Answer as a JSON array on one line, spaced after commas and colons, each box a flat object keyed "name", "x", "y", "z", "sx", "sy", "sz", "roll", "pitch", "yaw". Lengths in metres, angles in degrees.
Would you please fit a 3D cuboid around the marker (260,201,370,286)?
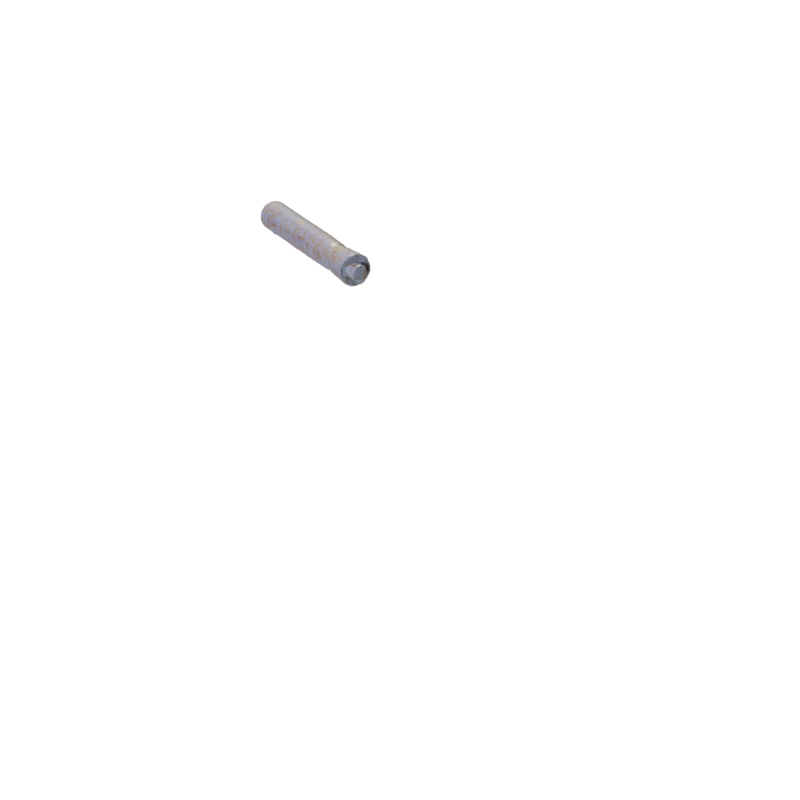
[{"name": "marker", "x": -0.051, "y": -0.093, "z": 0.650, "sx": 0.019, "sy": 0.019, "sz": 0.129, "roll": -2, "pitch": 23, "yaw": -28}]
